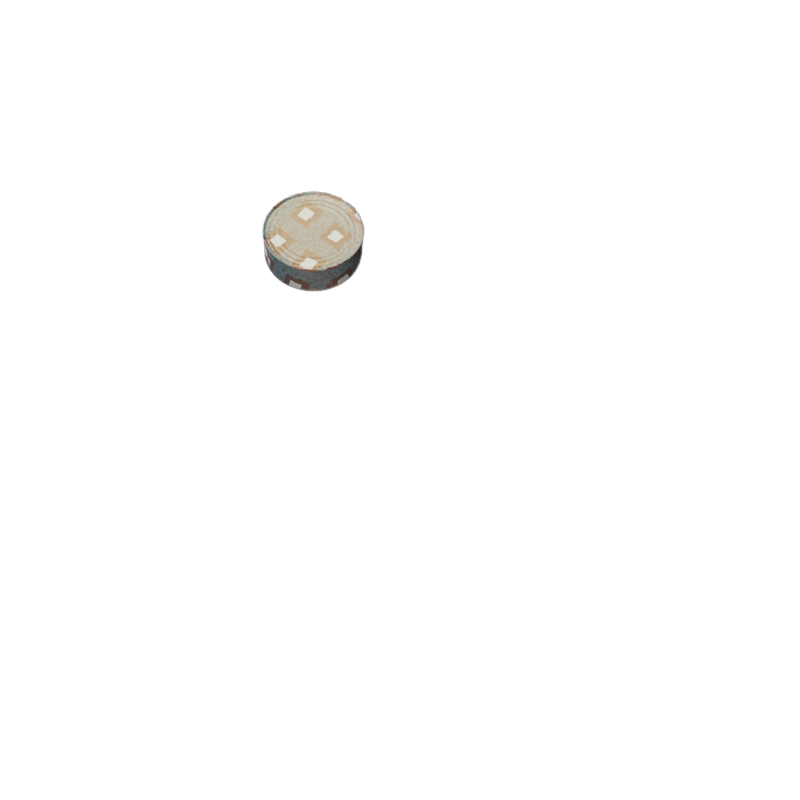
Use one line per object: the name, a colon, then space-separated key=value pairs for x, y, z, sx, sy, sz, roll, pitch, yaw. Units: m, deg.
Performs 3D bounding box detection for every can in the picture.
can: x=-0.074 y=-0.135 z=0.944 sx=0.086 sy=0.092 sz=0.031 roll=-1 pitch=-36 yaw=-1
